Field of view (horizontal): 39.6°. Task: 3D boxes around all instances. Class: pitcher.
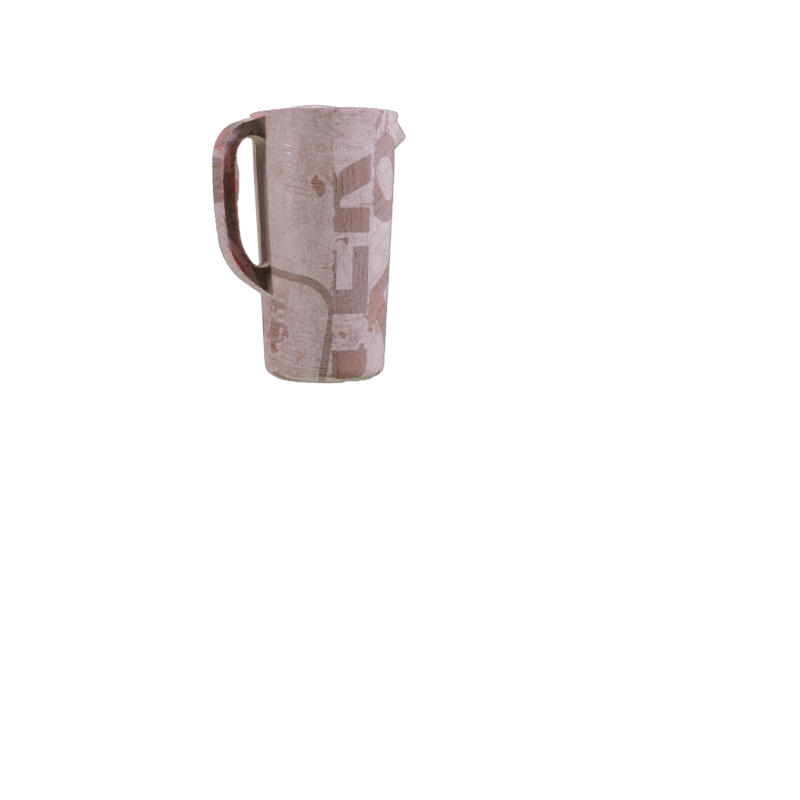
[{"bbox_3d":[-0.078,-0.141,0.990,0.152,0.242,0.143,1,3,12],"label":"pitcher"}]
